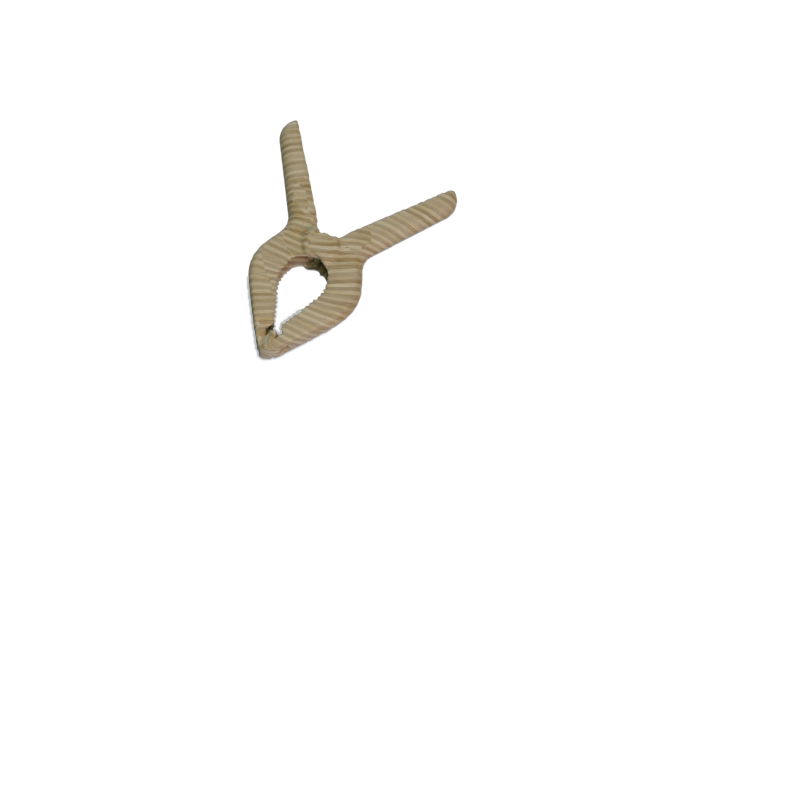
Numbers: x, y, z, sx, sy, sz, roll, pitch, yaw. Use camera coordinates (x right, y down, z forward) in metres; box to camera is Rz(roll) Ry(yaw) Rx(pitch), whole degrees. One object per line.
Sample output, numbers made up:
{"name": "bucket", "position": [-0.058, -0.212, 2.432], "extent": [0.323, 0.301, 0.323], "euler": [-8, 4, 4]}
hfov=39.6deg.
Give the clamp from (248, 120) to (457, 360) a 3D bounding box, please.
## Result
{"name": "clamp", "position": [-0.072, -0.132, 0.923], "extent": [0.170, 0.215, 0.034], "euler": [30, -21, 13]}
